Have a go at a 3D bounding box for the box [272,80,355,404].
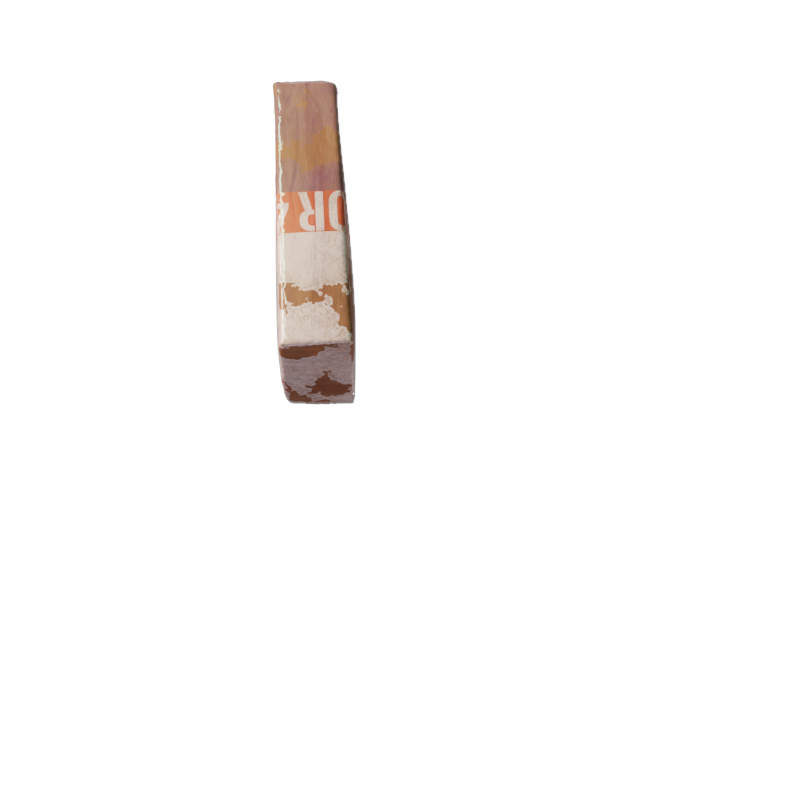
[{"bbox_3d":[-0.052,-0.095,0.666,0.048,0.187,0.088,-1,-26,-2],"label":"box"}]
